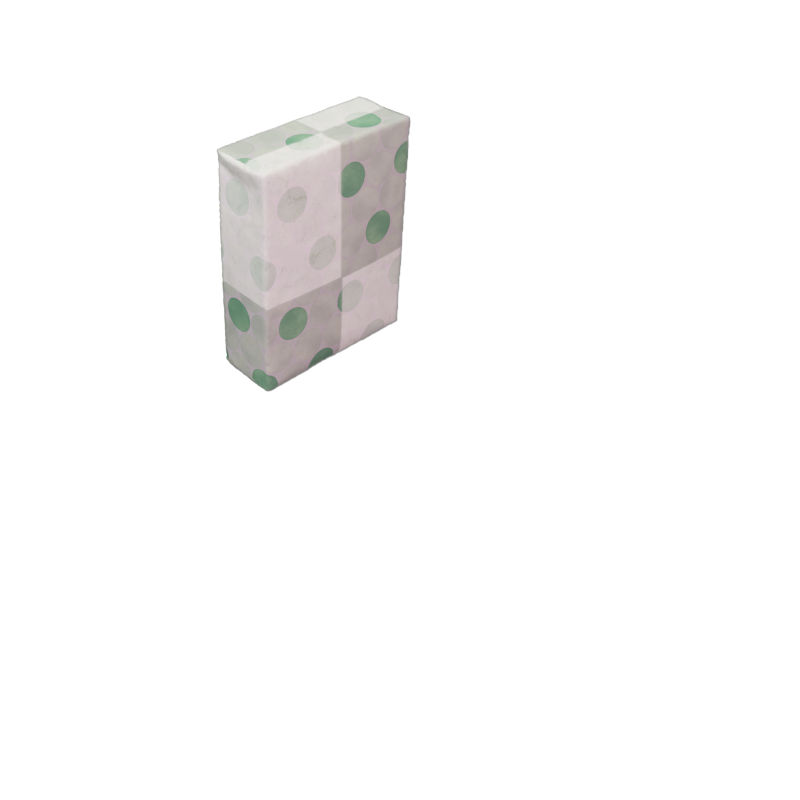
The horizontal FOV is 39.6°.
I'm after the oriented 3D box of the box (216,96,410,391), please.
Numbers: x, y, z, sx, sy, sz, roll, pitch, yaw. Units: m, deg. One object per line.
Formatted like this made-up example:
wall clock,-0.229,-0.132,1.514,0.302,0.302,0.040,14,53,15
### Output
box,-0.075,-0.137,0.962,0.077,0.200,0.164,30,43,35
